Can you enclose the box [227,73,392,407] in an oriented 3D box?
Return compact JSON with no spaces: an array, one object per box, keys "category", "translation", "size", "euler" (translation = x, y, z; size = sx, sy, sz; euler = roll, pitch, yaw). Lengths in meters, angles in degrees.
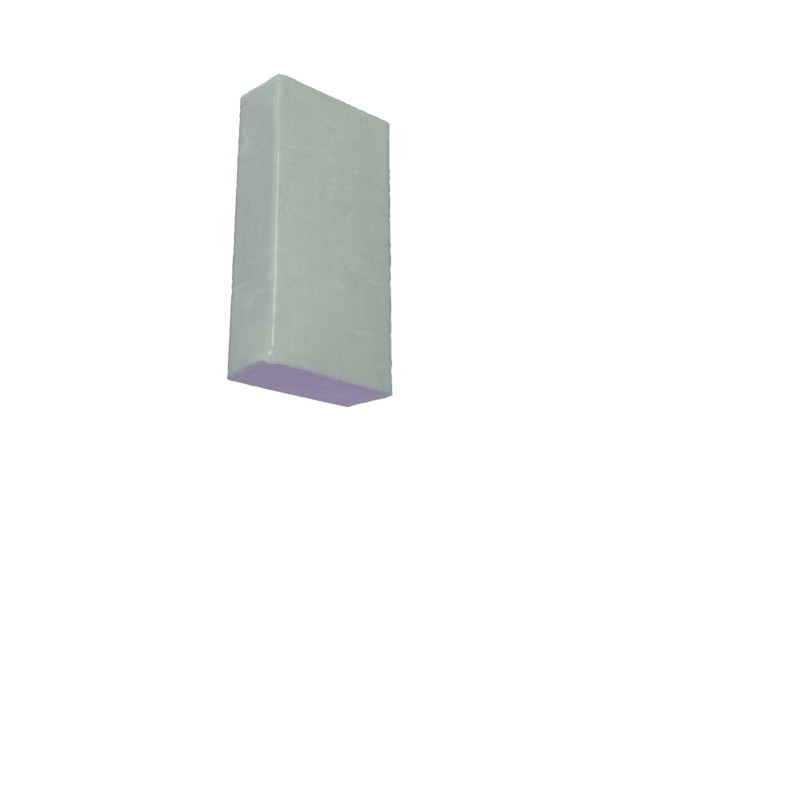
[{"category":"box","translation":[-0.051,-0.092,0.647],"size":[0.088,0.186,0.048],"euler":[17,-29,-39]}]
